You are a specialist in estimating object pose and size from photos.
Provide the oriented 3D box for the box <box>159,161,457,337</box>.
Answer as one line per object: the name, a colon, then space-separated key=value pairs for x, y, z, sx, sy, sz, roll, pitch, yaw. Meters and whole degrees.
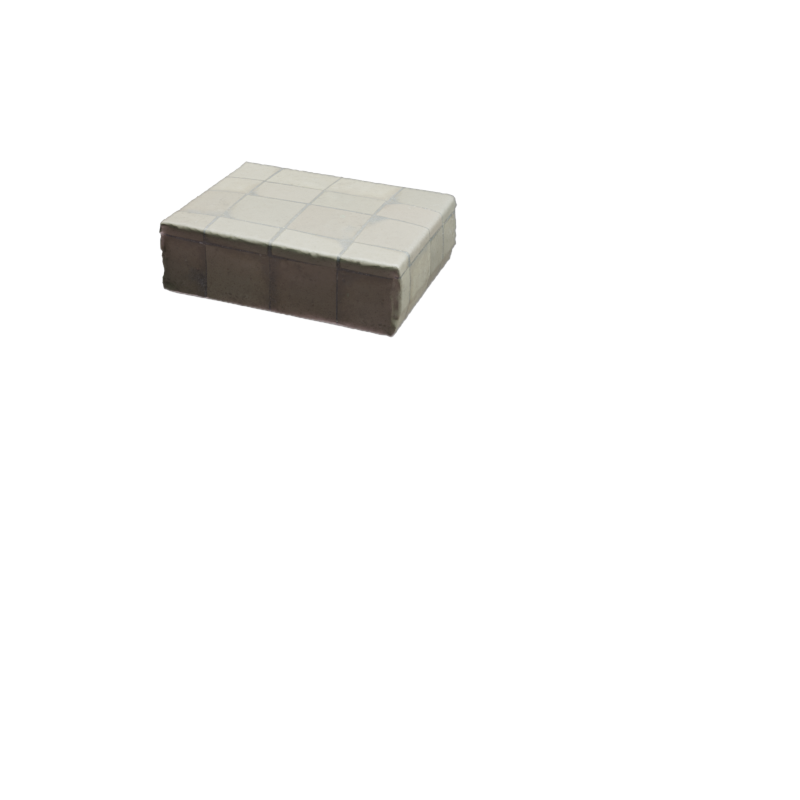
box: x=-0.040 y=-0.073 z=0.508 sx=0.117 sy=0.037 sz=0.092 roll=10 pitch=29 yaw=18
